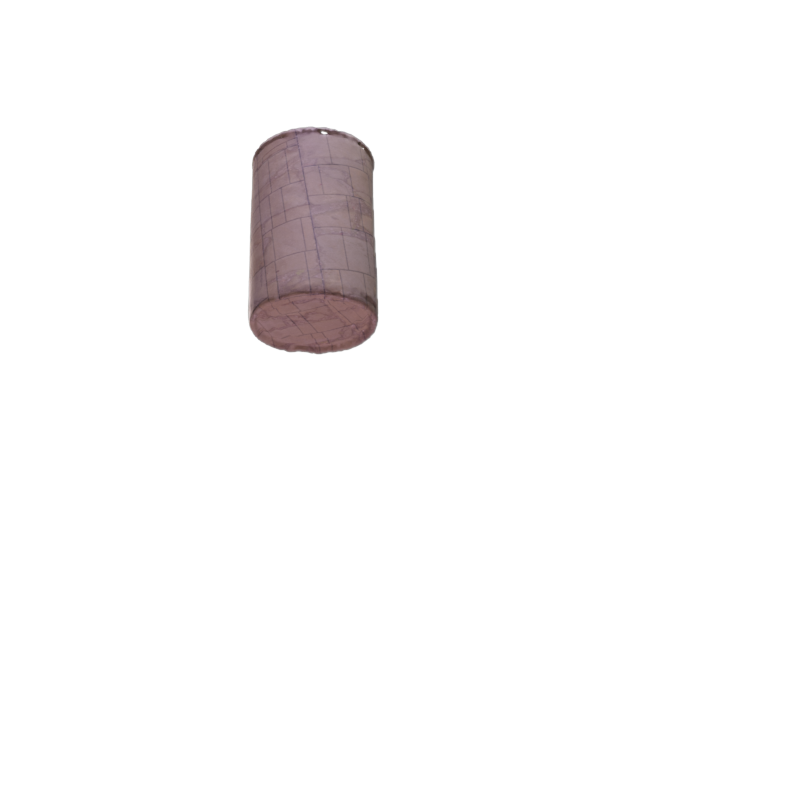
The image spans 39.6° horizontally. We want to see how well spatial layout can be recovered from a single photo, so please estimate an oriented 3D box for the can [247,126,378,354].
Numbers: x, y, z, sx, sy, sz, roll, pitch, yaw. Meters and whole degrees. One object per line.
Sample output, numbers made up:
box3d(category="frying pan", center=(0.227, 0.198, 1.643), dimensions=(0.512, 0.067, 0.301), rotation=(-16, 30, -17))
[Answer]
box3d(category="can", center=(-0.046, -0.084, 0.587), dimensions=(0.068, 0.109, 0.064), rotation=(0, -29, -2))
